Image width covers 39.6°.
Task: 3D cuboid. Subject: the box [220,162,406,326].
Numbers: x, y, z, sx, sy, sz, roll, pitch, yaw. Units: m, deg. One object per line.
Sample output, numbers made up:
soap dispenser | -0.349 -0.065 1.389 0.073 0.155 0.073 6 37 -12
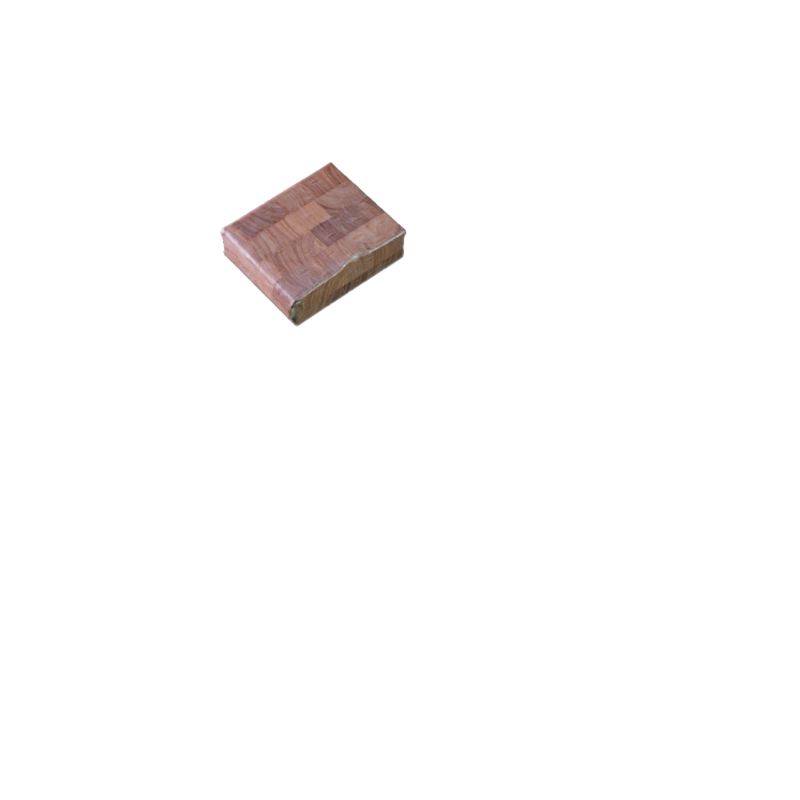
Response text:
box | -0.053 -0.096 0.676 0.090 0.078 0.028 -34 -29 -23
